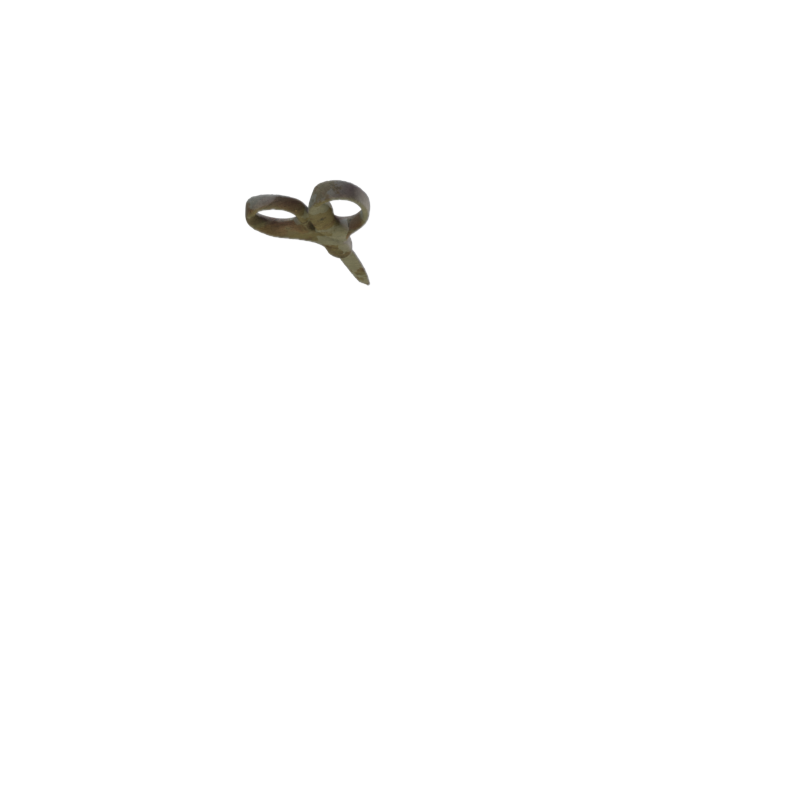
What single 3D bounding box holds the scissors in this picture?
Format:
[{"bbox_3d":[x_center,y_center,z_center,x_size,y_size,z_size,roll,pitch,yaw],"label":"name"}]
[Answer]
[{"bbox_3d":[-0.065,-0.118,0.828,0.096,0.016,0.194,1,-13,-4],"label":"scissors"}]
